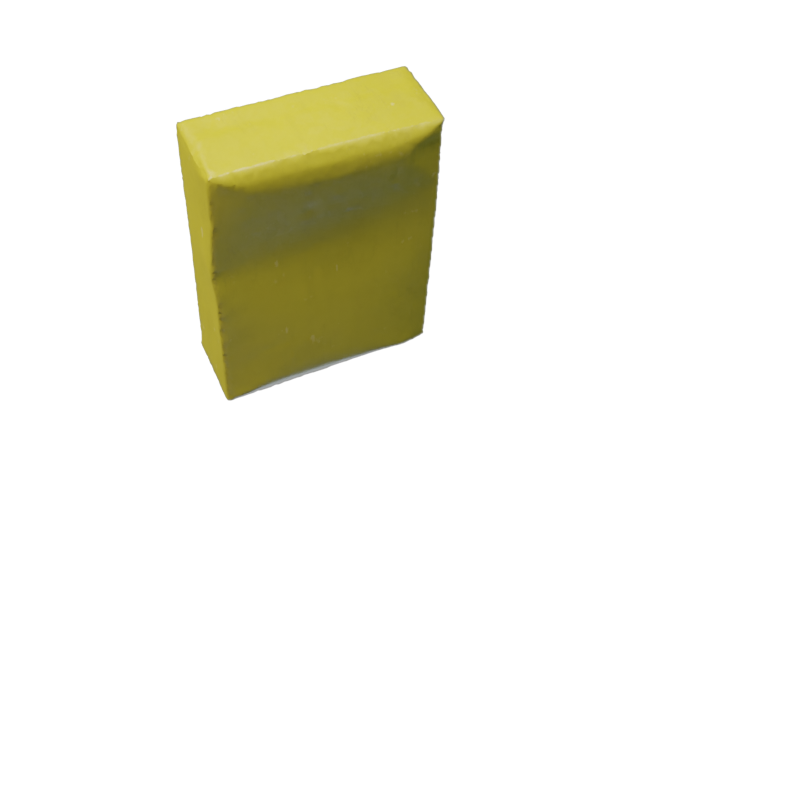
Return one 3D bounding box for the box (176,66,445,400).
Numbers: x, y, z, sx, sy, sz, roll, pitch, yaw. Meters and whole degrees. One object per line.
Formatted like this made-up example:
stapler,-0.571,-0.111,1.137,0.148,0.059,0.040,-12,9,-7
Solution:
box,-0.060,-0.110,0.772,0.163,0.078,0.199,-18,-38,-18
